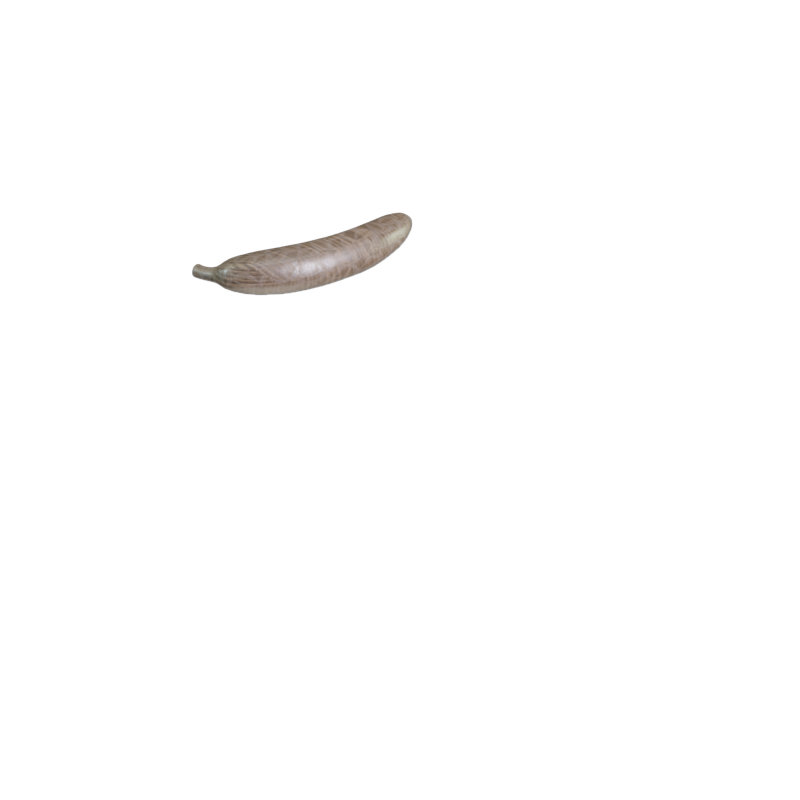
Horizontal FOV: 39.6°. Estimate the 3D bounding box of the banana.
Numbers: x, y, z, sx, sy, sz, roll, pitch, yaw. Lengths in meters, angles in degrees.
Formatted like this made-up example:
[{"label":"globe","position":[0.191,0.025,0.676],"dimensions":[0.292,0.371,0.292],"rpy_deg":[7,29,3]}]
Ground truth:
[{"label":"banana","position":[-0.067,-0.120,0.908],"dimensions":[0.195,0.034,0.075],"rpy_deg":[-15,38,-20]}]
